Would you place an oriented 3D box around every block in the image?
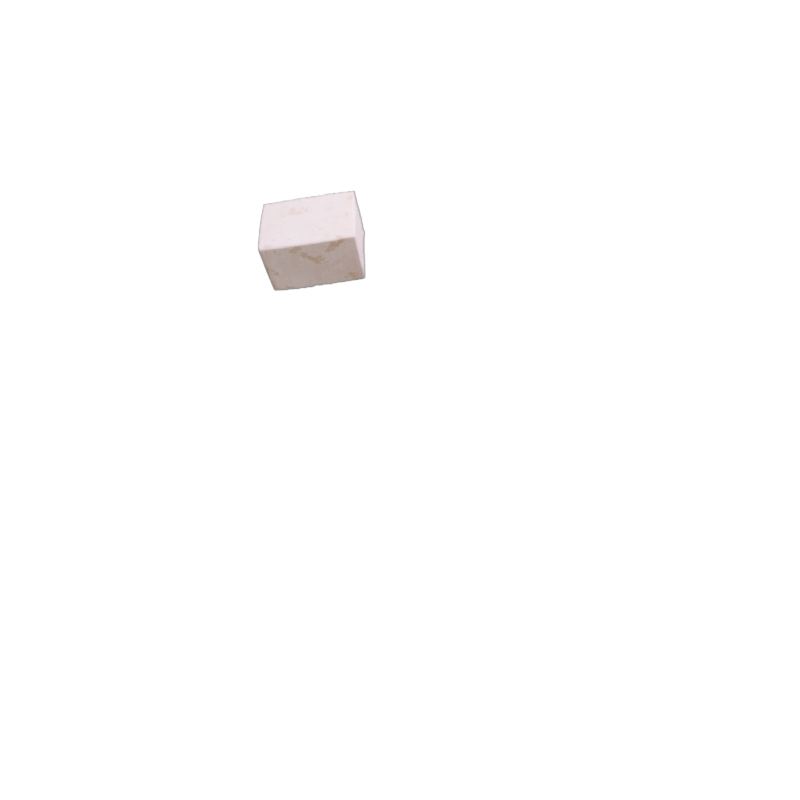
[{"bbox_3d":[-0.069,-0.126,0.885,0.078,0.055,0.049,-7,-40,7],"label":"block"}]
